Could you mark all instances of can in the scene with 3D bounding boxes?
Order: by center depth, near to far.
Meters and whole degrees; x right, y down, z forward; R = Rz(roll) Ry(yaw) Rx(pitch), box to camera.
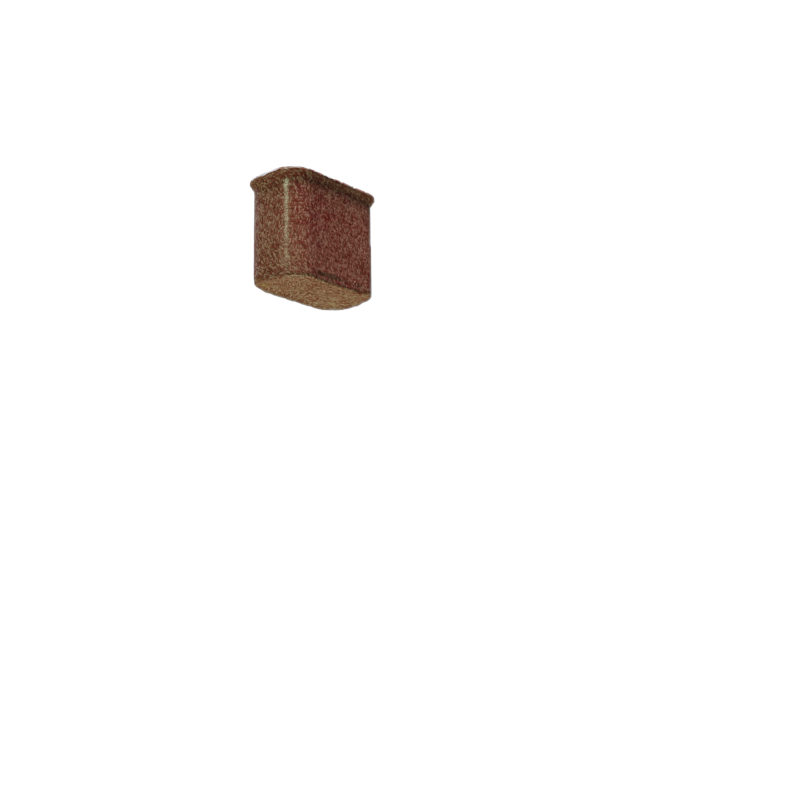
[{"bbox_3d":[-0.066,-0.120,0.840,0.058,0.087,0.096,-15,-21,39],"label":"can"}]
